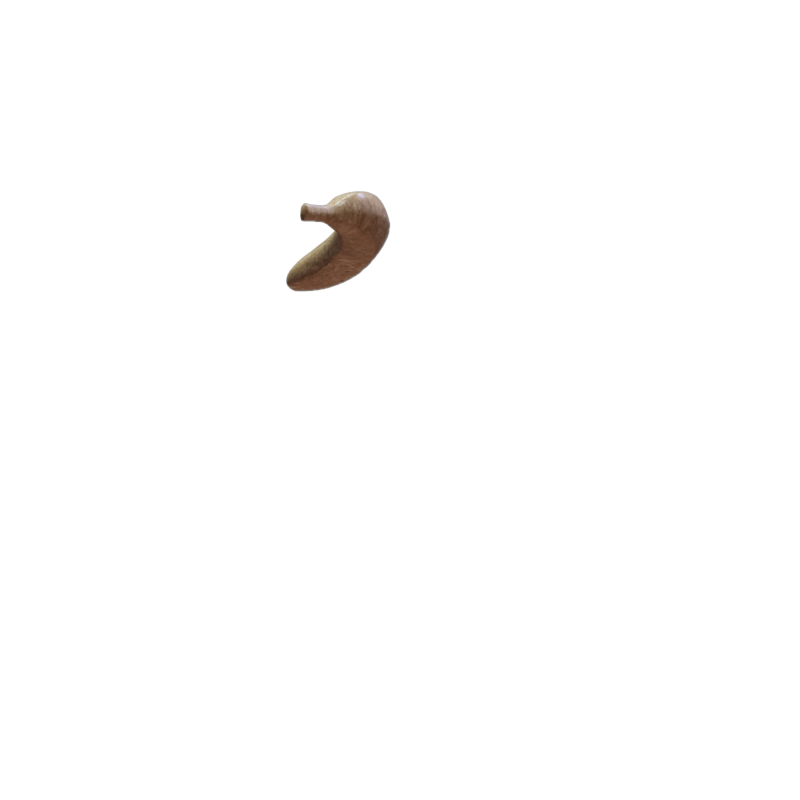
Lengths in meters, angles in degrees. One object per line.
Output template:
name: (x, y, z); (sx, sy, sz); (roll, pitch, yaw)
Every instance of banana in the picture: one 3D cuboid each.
banana: (-0.046, -0.118, 0.820); (0.069, 0.038, 0.193); (1, -11, -8)
